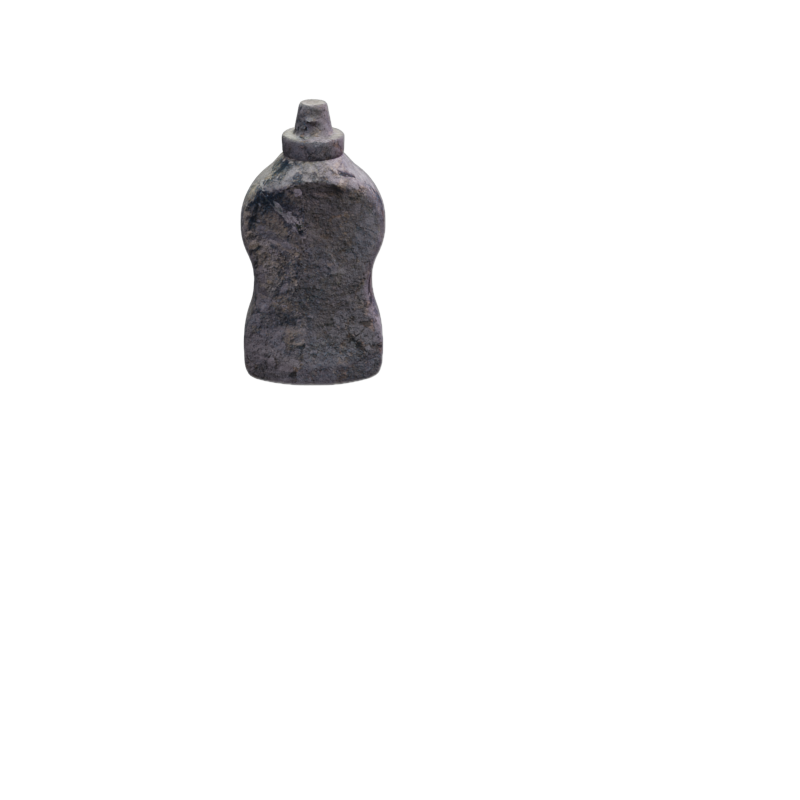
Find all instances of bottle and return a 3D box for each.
[{"bbox_3d":[-0.058,-0.106,0.742,0.096,0.183,0.061,1,22,0],"label":"bottle"}]
